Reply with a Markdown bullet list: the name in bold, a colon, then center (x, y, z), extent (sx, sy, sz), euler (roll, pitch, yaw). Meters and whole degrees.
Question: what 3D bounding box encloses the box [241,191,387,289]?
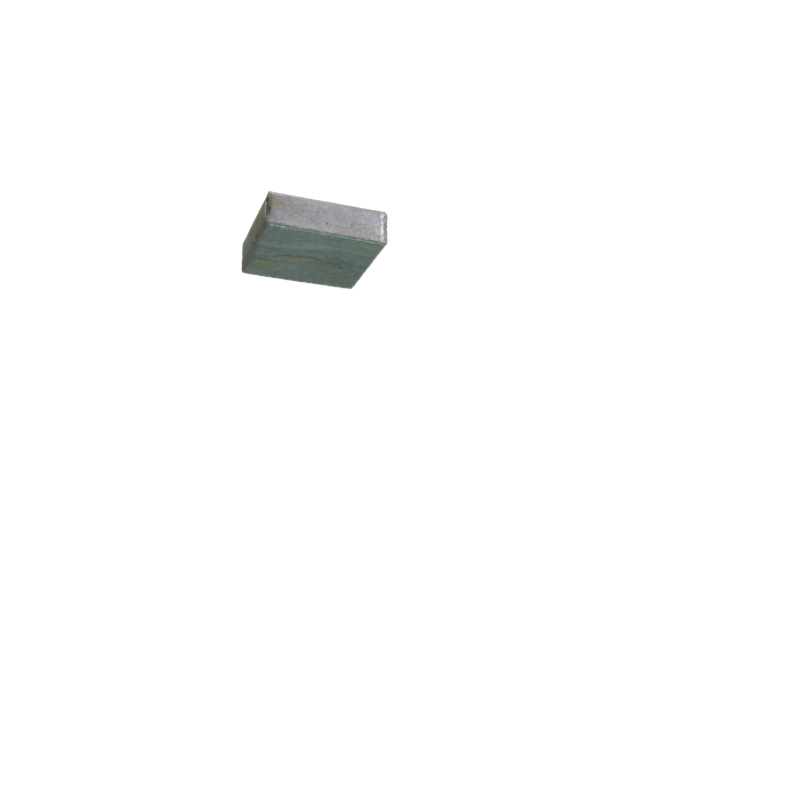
- **box**: center (-0.062, -0.113, 0.793), extent (0.087, 0.032, 0.071), euler (8, -26, -17)
